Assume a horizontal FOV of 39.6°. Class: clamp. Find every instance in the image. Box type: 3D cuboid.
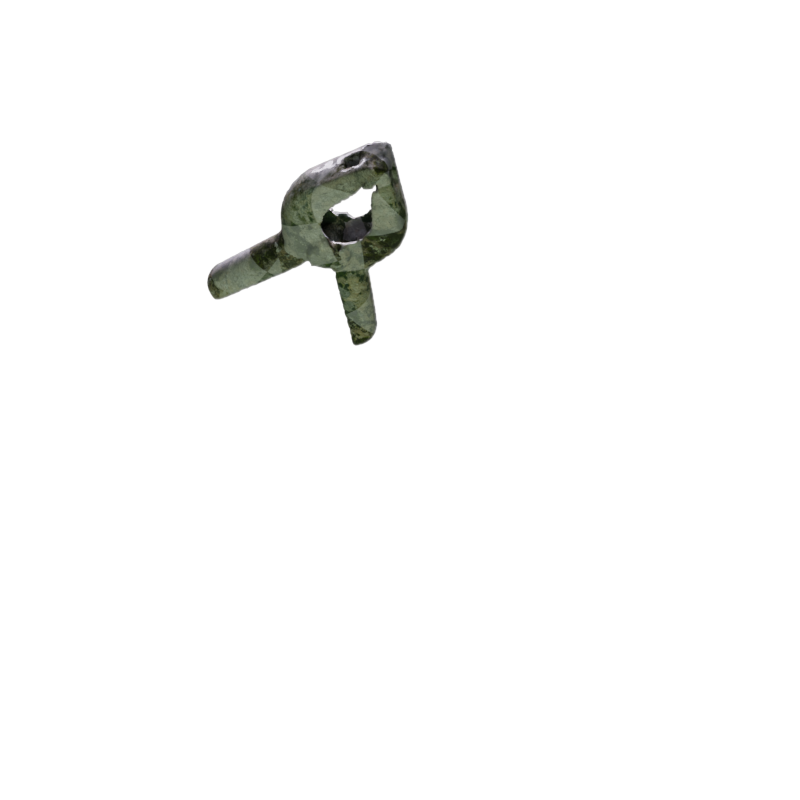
[{"bbox_3d":[-0.056,-0.101,0.710,0.118,0.042,0.162,10,-41,-12],"label":"clamp"}]
